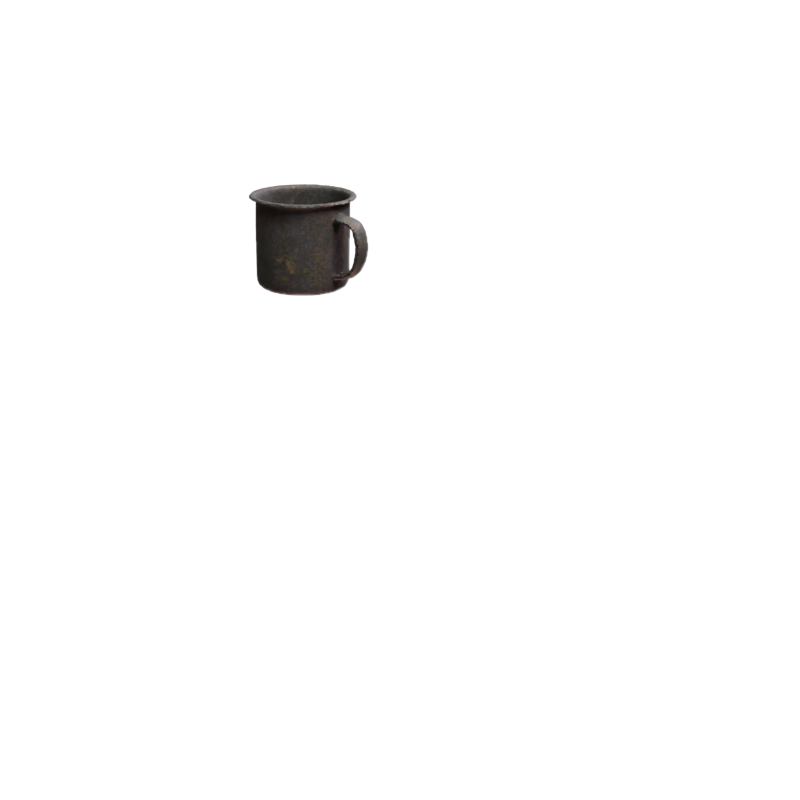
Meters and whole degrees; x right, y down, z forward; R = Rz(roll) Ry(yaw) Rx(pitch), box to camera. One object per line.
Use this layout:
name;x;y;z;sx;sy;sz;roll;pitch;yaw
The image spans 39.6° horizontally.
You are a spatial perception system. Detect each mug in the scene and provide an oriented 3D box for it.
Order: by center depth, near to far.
mug;-0.075;-0.137;0.960;0.123;0.079;0.092;15;23;36
